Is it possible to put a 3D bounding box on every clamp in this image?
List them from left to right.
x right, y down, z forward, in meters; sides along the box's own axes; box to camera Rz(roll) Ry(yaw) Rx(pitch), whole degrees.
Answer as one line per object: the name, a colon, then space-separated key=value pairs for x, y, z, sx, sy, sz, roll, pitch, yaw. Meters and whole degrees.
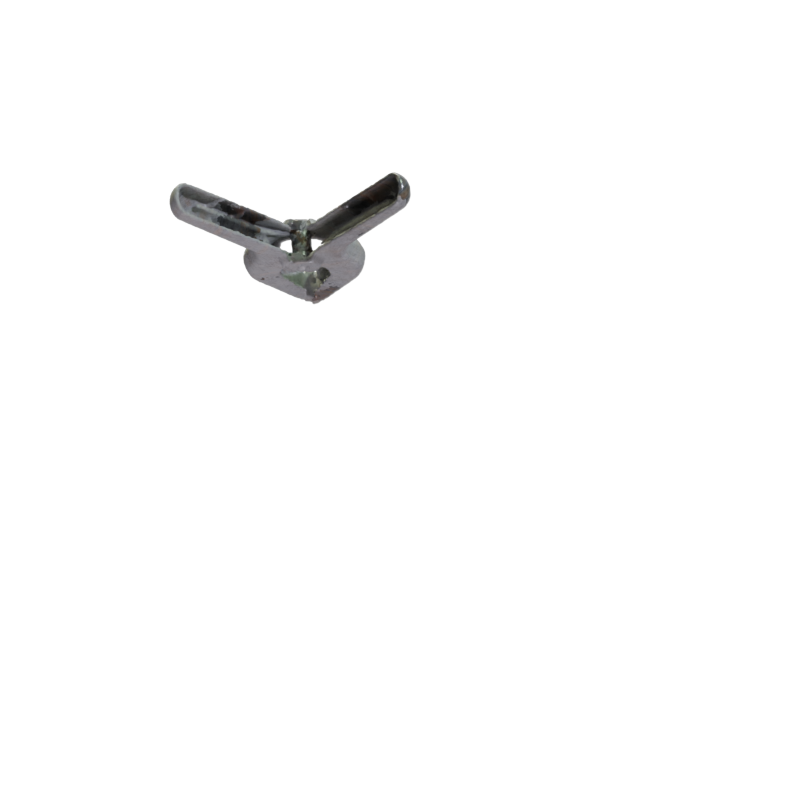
clamp: x=-0.065 y=-0.119 z=0.835 sx=0.166 sy=0.038 sz=0.199 roll=-2 pitch=-15 yaw=9
